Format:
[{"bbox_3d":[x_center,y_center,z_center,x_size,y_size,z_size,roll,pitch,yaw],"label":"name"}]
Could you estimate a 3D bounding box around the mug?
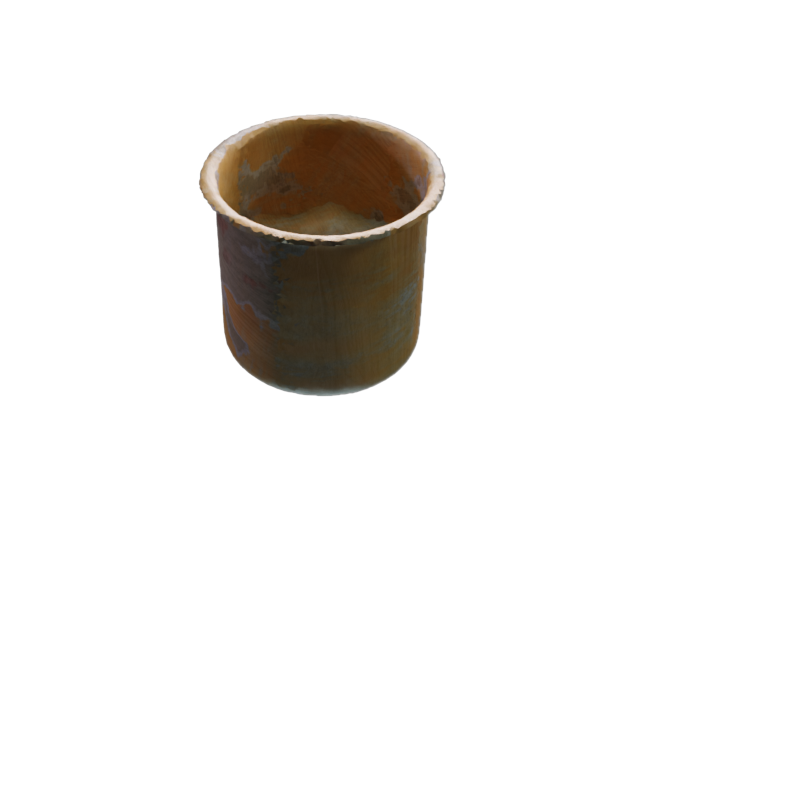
[{"bbox_3d":[-0.035,-0.064,0.451,0.092,0.076,0.127,-12,41,-16],"label":"mug"}]
